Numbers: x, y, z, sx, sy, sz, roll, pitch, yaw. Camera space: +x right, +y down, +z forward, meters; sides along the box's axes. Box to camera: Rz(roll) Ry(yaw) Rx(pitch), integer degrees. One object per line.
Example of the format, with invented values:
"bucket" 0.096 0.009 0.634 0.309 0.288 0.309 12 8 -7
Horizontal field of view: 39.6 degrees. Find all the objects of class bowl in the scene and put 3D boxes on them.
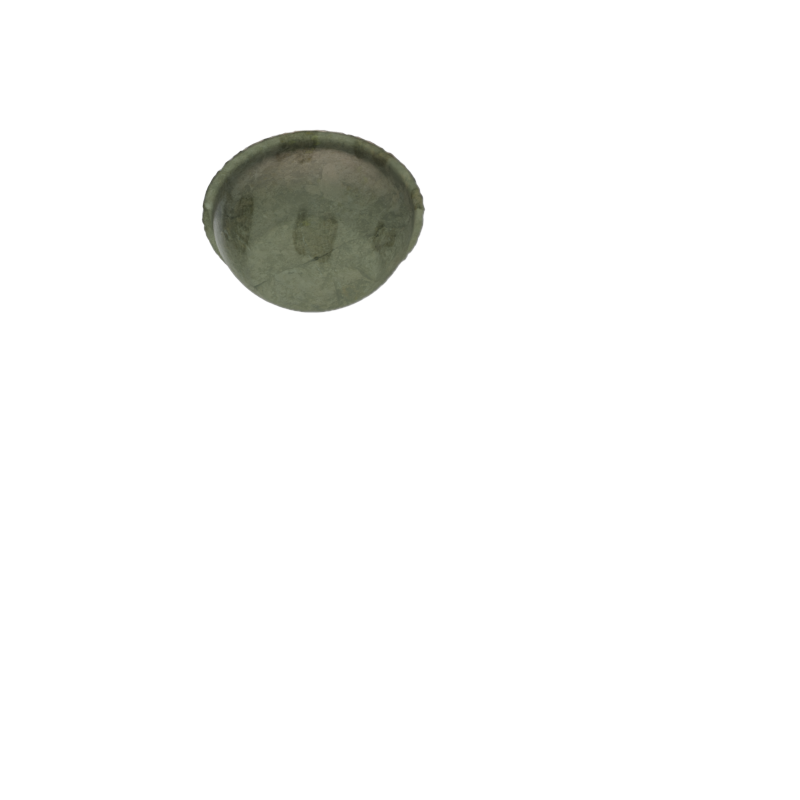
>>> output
"bowl" -0.062 -0.113 0.789 0.162 0.059 0.151 1 -43 -1
